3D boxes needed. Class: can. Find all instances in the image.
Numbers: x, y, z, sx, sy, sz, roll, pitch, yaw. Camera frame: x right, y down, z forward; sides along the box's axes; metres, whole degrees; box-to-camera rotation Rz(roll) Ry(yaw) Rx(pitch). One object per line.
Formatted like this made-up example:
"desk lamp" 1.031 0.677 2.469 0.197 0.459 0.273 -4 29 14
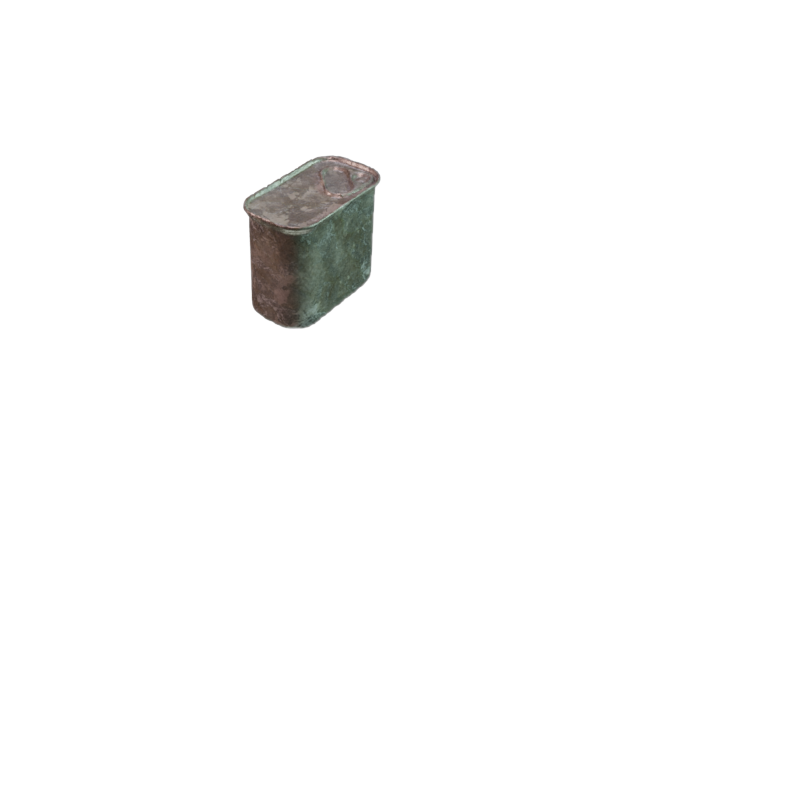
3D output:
"can" -0.060 -0.110 0.767 0.061 0.078 0.103 23 41 27
